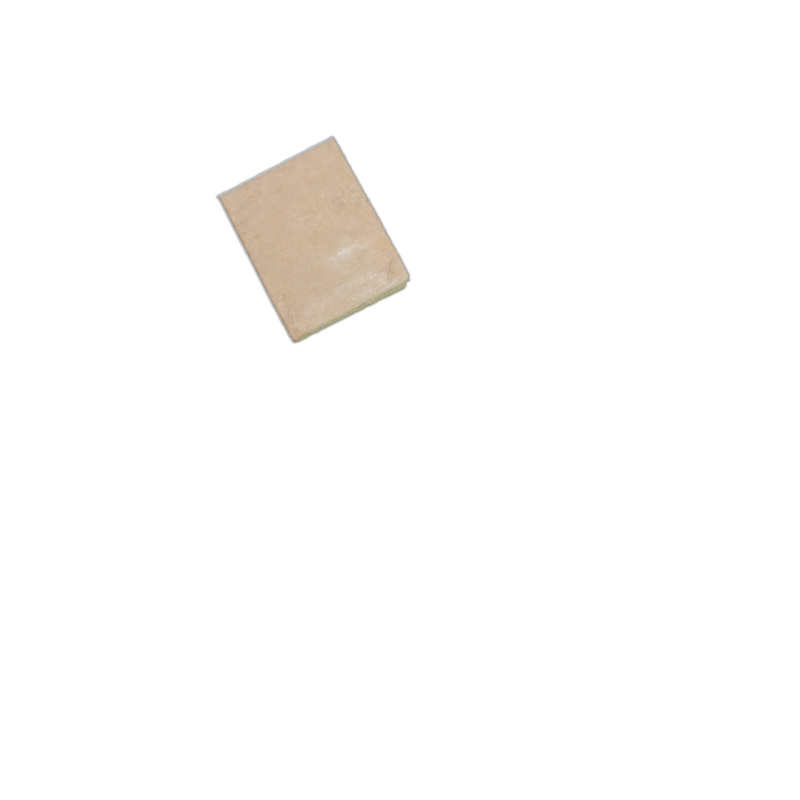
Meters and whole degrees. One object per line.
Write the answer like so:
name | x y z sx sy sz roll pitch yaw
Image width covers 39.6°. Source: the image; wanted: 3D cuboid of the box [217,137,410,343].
box | -0.059 -0.108 0.755 0.090 0.116 0.038 -28 -8 -5
